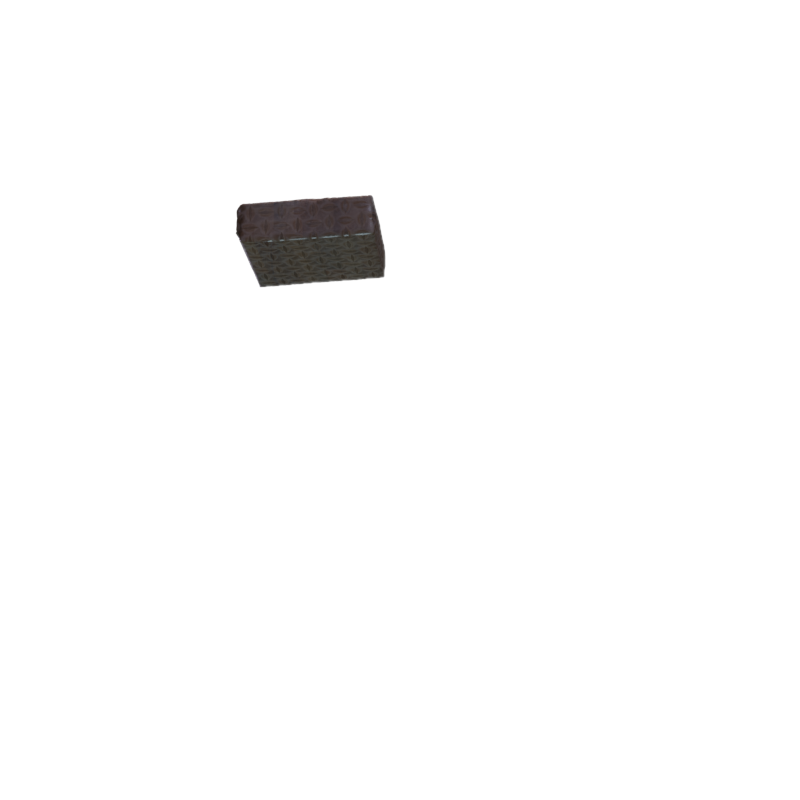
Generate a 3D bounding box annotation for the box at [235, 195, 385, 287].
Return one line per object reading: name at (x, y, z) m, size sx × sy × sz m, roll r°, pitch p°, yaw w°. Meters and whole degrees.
box at (-0.057, -0.104, 0.730) m, size 0.090 × 0.032 × 0.069 m, roll -3°, pitch -20°, yaw 7°
